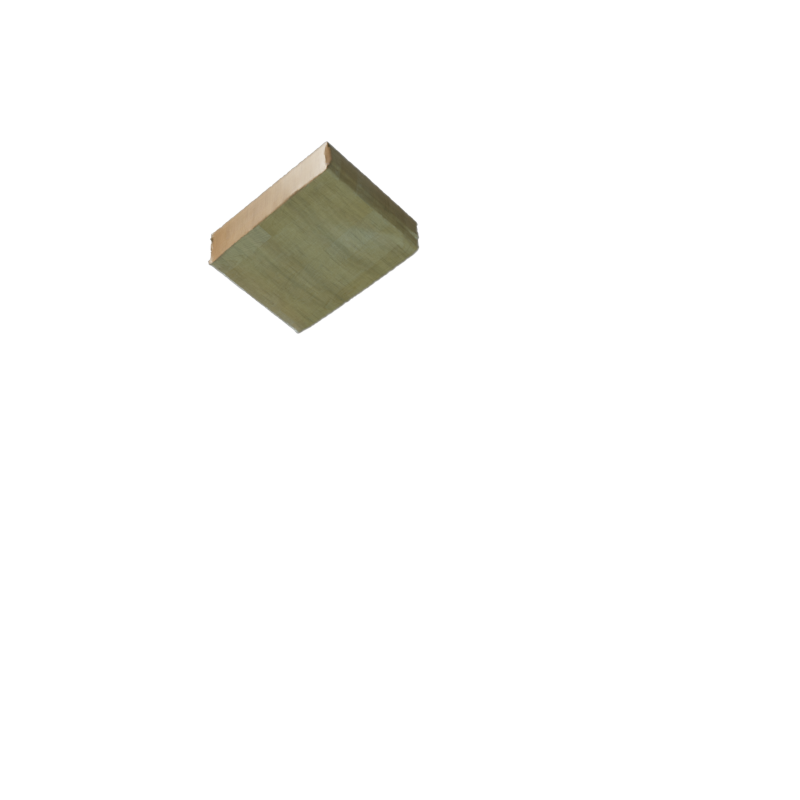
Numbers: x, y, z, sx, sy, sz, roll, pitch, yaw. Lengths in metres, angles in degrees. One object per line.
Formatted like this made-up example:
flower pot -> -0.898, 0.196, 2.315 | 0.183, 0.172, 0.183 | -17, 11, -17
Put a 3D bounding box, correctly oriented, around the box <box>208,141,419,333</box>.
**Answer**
box -> -0.058, -0.105, 0.738 | 0.112, 0.042, 0.085 | -35, -59, 24
